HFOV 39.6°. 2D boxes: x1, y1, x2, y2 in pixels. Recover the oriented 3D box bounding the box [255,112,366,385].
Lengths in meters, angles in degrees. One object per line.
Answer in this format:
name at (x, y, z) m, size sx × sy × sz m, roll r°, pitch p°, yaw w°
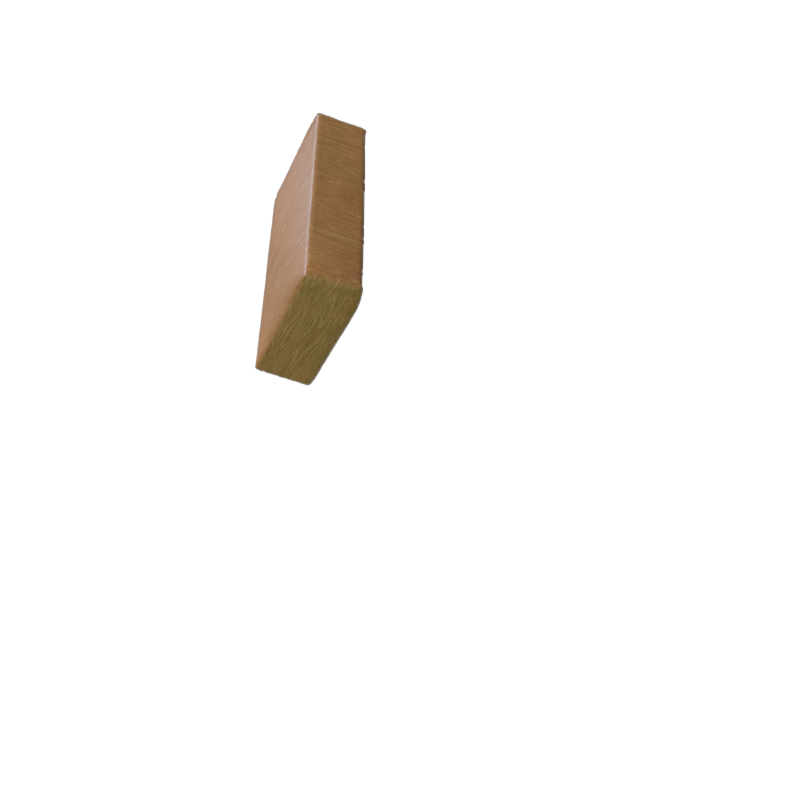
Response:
box at (-0.059, -0.108, 0.755) m, size 0.046 × 0.189 × 0.090 m, roll 17°, pitch -49°, yaw -19°
